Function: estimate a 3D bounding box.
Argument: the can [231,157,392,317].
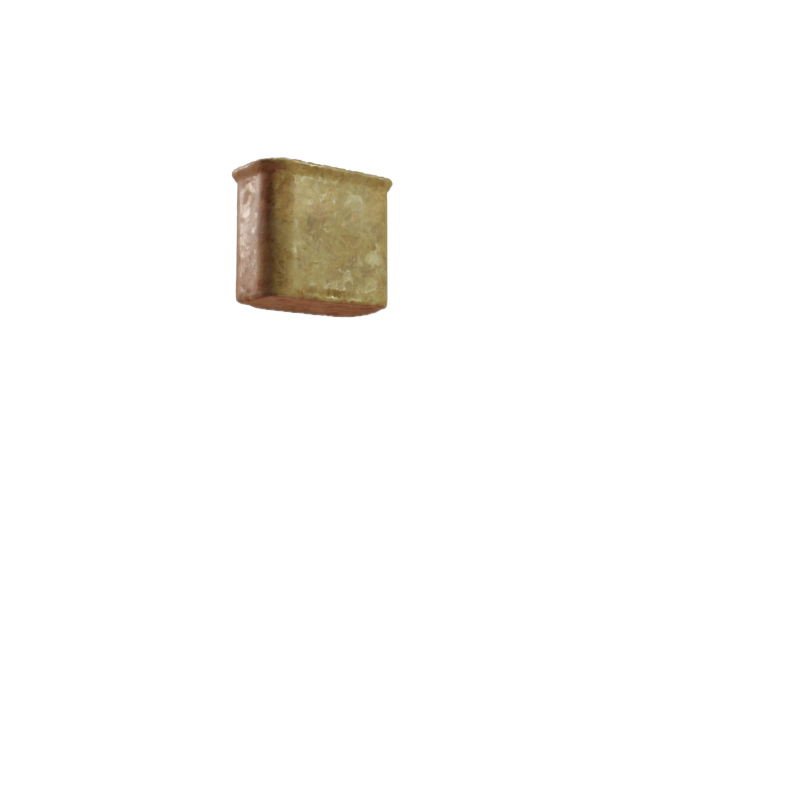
[{"bbox_3d":[-0.054,-0.099,0.690,0.097,0.086,0.059,5,-11,-37],"label":"can"}]
